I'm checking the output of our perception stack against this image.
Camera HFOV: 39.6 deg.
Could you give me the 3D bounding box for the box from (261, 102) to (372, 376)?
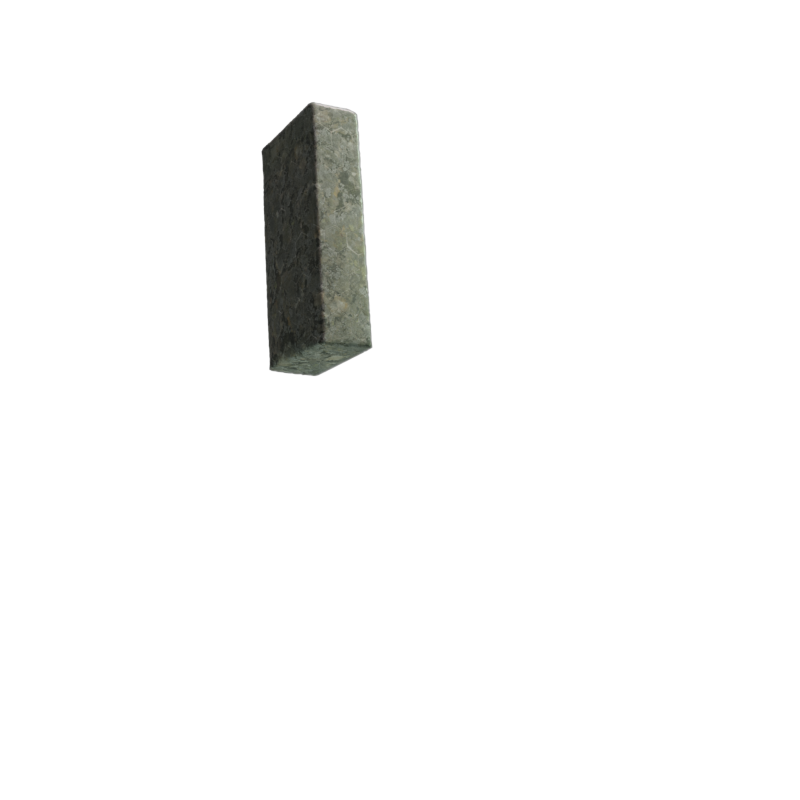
[{"bbox_3d":[-0.062,-0.113,0.793,0.046,0.184,0.093,9,-20,-27],"label":"box"}]
